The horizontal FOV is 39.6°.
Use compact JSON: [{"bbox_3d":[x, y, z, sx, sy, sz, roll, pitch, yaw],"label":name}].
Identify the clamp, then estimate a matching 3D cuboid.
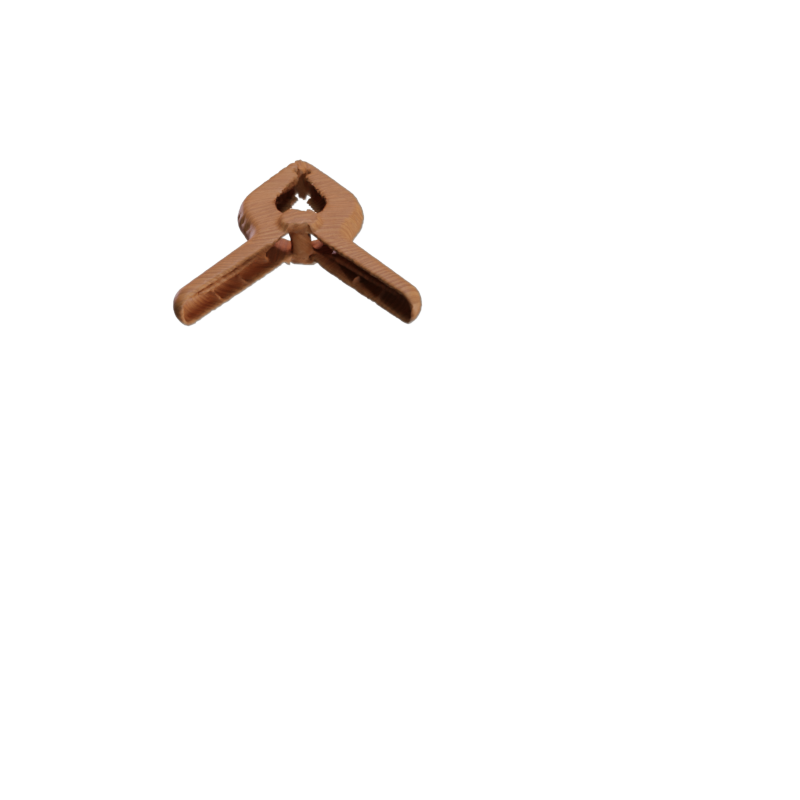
[{"bbox_3d":[-0.063,-0.115,0.808,0.166,0.034,0.222,3,36,4],"label":"clamp"}]
